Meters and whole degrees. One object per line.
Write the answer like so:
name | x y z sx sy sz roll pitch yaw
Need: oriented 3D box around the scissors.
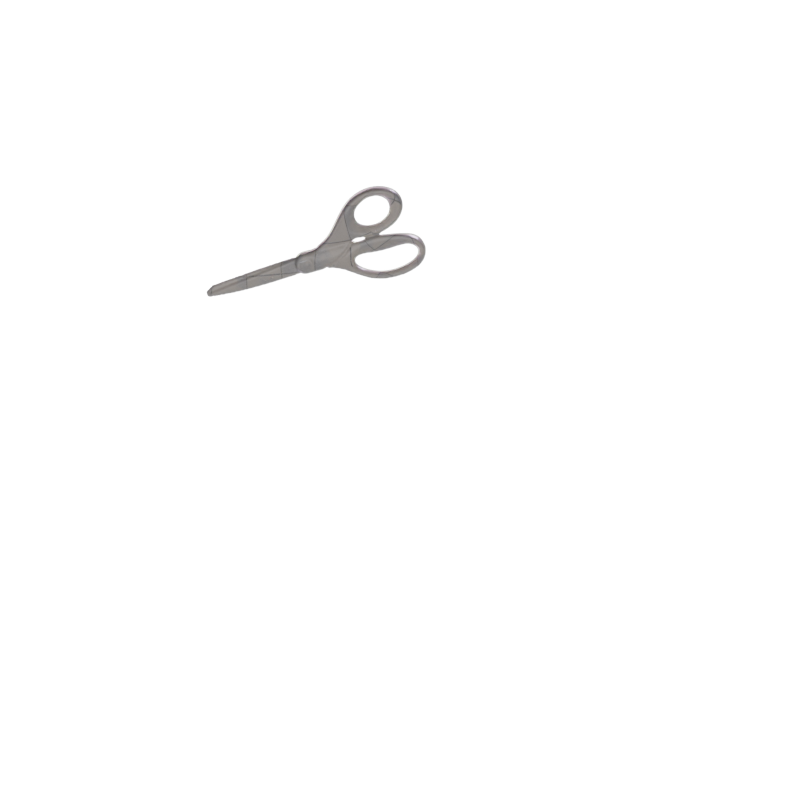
scissors | -0.078 -0.143 1.000 0.202 0.091 0.017 -3 23 1
